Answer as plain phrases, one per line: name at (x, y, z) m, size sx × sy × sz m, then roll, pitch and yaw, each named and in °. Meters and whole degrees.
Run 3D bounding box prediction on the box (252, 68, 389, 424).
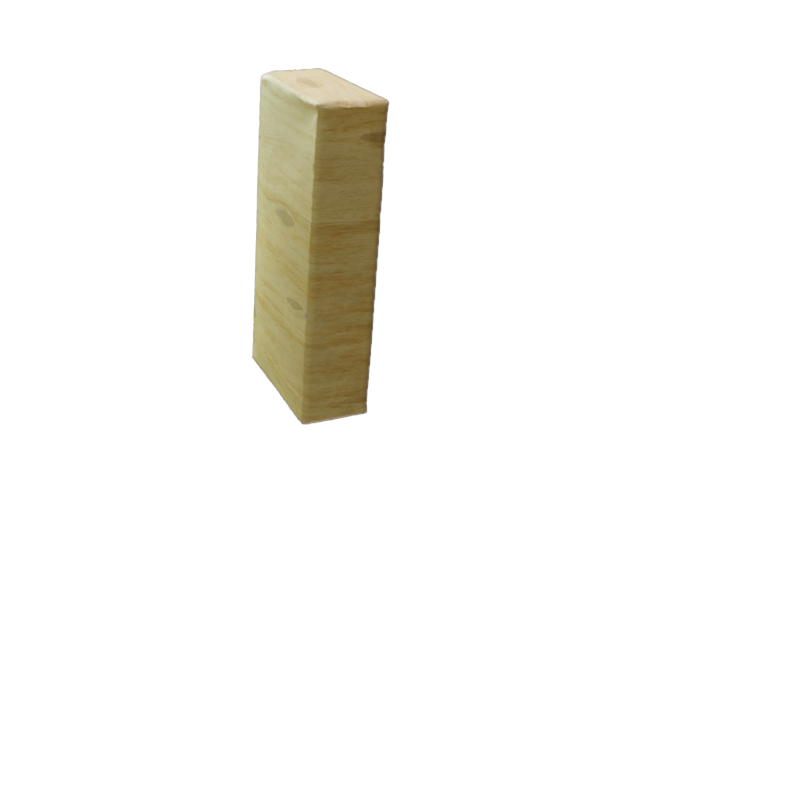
box at (-0.048, -0.087, 0.608) m, size 0.047 × 0.168 × 0.100 m, roll -7°, pitch 23°, yaw -23°
